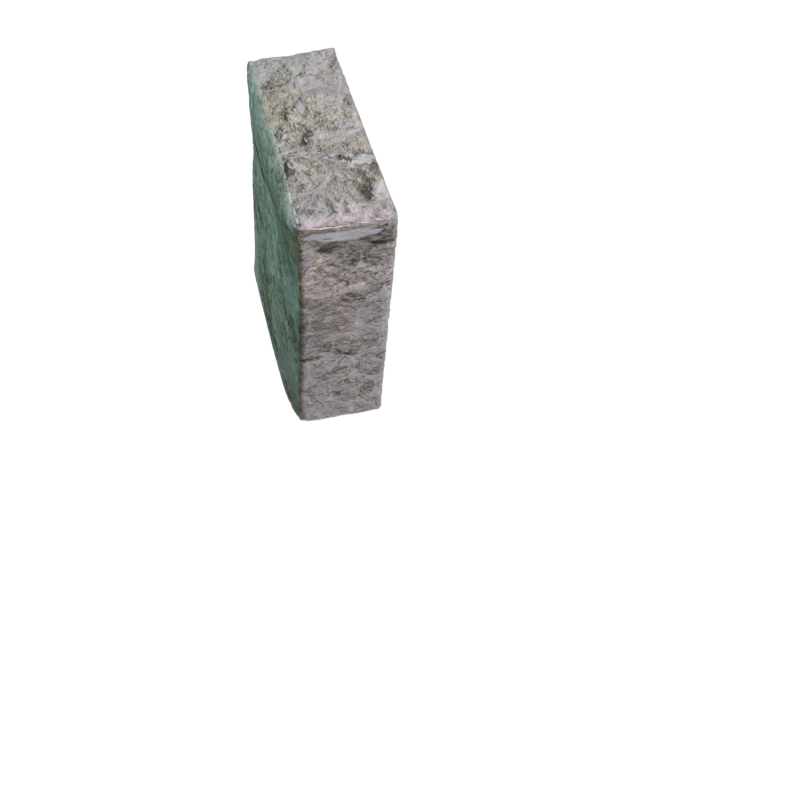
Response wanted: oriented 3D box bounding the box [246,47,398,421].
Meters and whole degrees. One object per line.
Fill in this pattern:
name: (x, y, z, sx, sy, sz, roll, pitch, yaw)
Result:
box: (-0.061, -0.112, 0.784, 0.071, 0.177, 0.199, -10, -36, -11)
